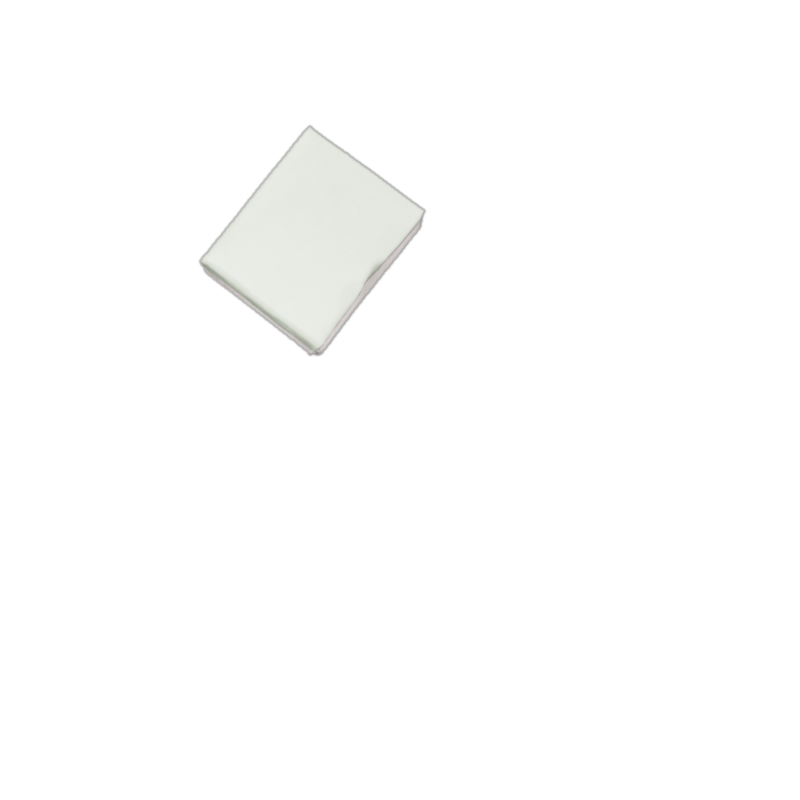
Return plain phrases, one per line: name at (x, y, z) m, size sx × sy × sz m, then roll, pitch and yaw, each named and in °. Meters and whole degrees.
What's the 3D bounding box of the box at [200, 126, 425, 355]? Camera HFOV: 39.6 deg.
box at (-0.043, -0.078, 0.548) m, size 0.075 × 0.090 × 0.029 m, roll 36°, pitch -12°, yaw 8°
